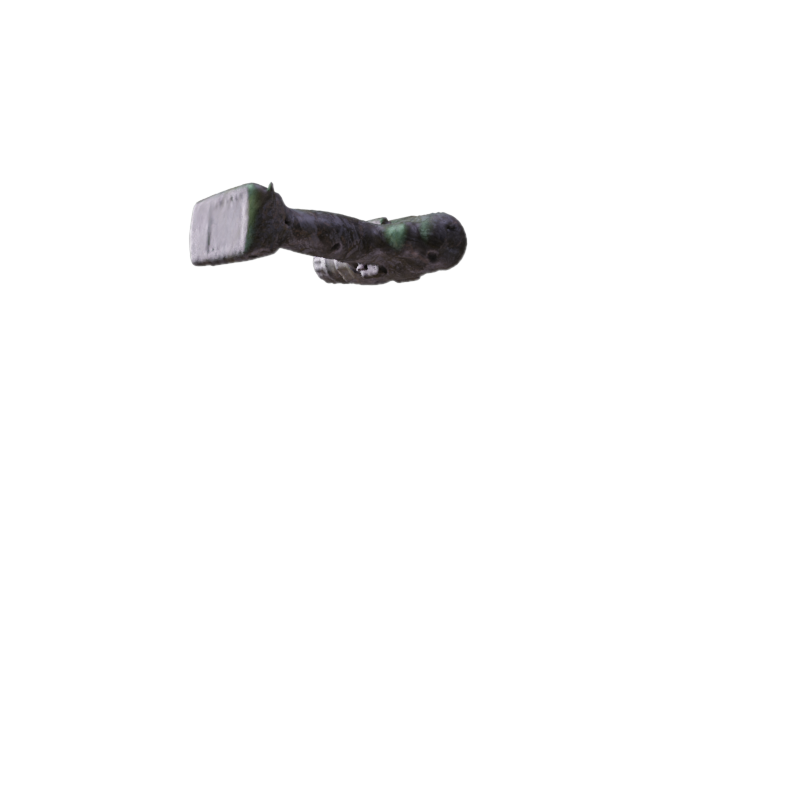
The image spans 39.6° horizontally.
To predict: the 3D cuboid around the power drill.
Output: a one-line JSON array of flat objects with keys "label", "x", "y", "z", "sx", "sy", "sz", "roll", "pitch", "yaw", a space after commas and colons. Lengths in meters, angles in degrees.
[{"label": "power drill", "x": -0.069, "y": -0.126, "z": 0.885, "sx": 0.180, "sy": 0.058, "sz": 0.189, "roll": 2, "pitch": -3, "yaw": -35}]
